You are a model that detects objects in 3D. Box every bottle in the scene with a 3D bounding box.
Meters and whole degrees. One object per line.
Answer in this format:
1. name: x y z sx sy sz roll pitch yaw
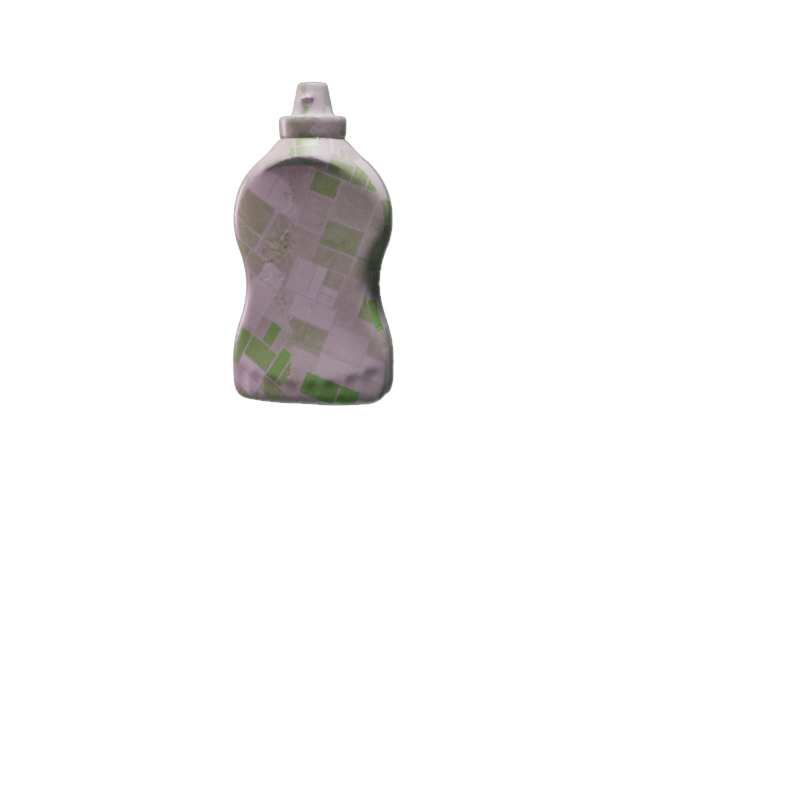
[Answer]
1. bottle: -0.053 -0.096 0.673 0.098 0.190 0.058 1 4 15
